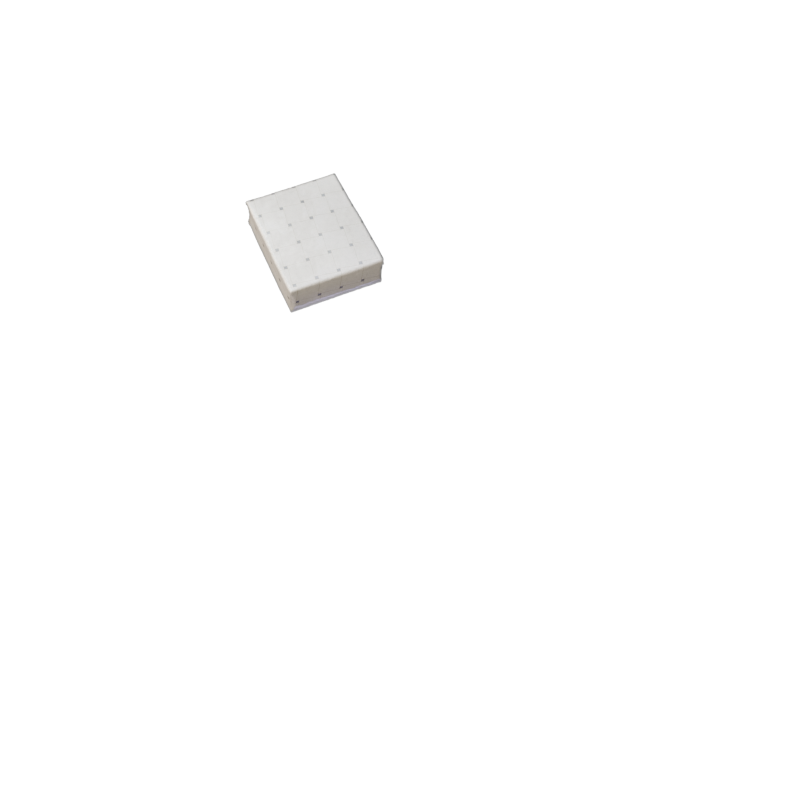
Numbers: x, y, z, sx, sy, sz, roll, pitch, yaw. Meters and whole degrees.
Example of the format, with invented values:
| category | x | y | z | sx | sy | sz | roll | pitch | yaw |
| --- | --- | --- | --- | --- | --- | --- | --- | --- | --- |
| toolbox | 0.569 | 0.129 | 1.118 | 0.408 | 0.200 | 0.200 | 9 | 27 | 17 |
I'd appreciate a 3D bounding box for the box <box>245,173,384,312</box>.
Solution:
| category | x | y | z | sx | sy | sz | roll | pitch | yaw |
| --- | --- | --- | --- | --- | --- | --- | --- | --- | --- |
| box | -0.078 | -0.143 | 0.999 | 0.089 | 0.122 | 0.036 | -20 | -34 | -14 |
